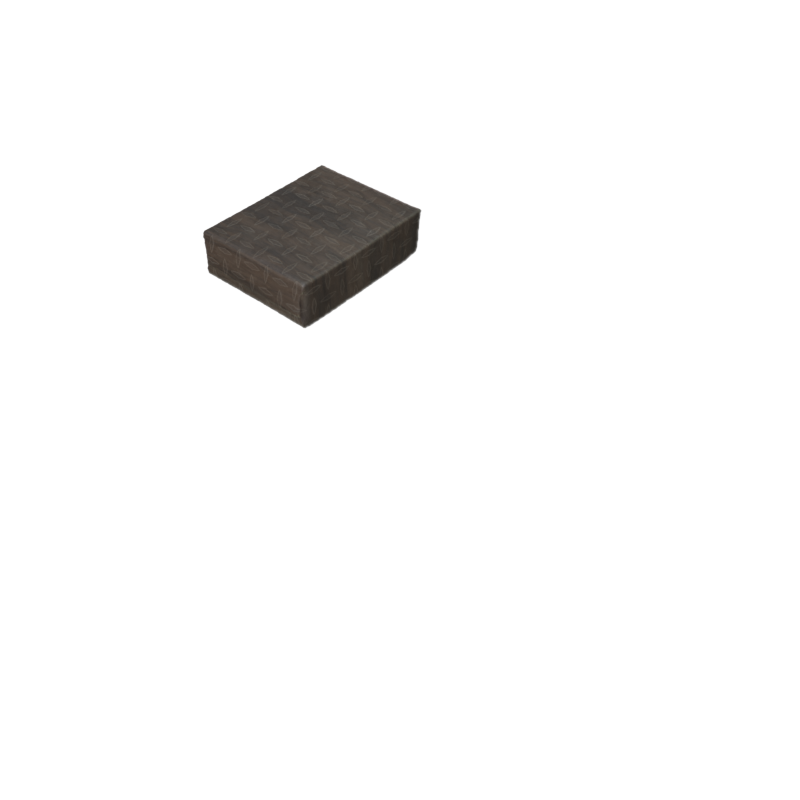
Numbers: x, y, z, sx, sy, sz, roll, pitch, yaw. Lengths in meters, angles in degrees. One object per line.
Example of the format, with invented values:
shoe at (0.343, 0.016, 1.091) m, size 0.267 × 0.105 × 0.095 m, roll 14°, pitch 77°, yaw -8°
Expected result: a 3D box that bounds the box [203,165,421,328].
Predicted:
box at (-0.056, -0.102, 0.714) m, size 0.096 × 0.036 × 0.114 m, roll 29°, pitch 47°, yaw 31°
